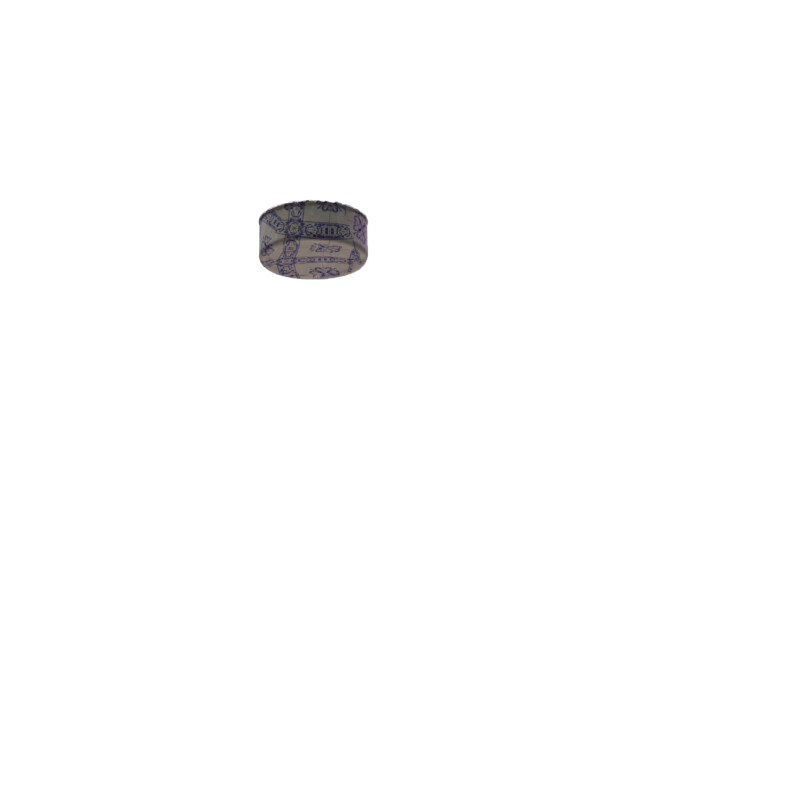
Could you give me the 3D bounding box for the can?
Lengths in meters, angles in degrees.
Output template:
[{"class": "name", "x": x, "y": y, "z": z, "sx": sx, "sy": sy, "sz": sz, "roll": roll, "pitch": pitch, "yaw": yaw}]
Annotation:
[{"class": "can", "x": -0.067, "y": -0.123, "z": 0.860, "sx": 0.086, "sy": 0.035, "sz": 0.082, "roll": 0, "pitch": -16, "yaw": -2}]
